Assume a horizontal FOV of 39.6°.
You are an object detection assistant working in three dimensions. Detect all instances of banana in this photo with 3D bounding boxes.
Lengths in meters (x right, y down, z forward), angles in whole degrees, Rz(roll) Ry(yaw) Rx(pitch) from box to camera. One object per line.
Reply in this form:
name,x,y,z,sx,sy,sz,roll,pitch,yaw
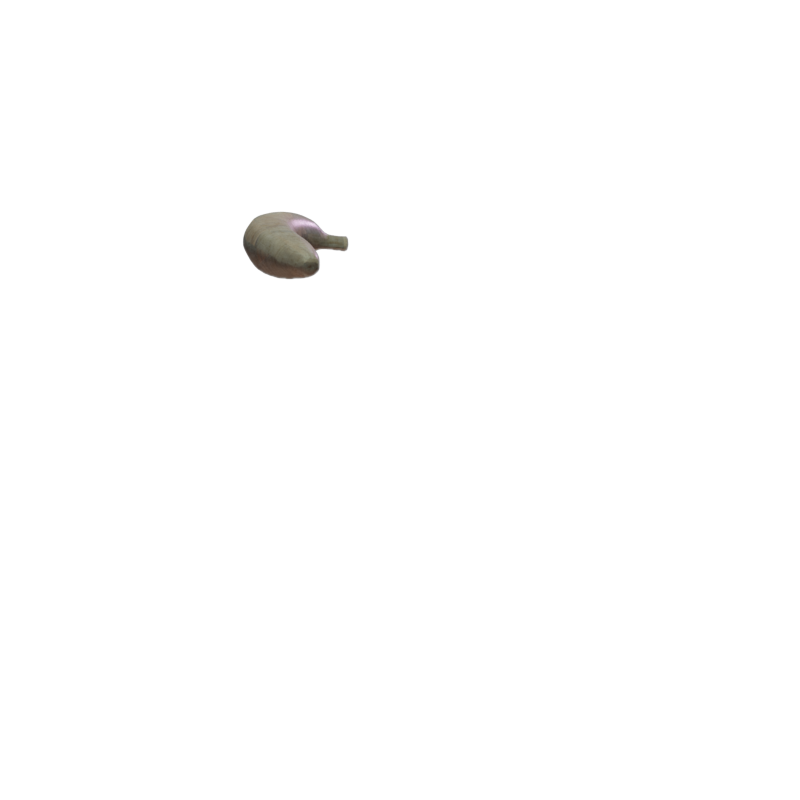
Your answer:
banana,-0.081,-0.116,0.810,0.070,0.036,0.201,1,14,4
